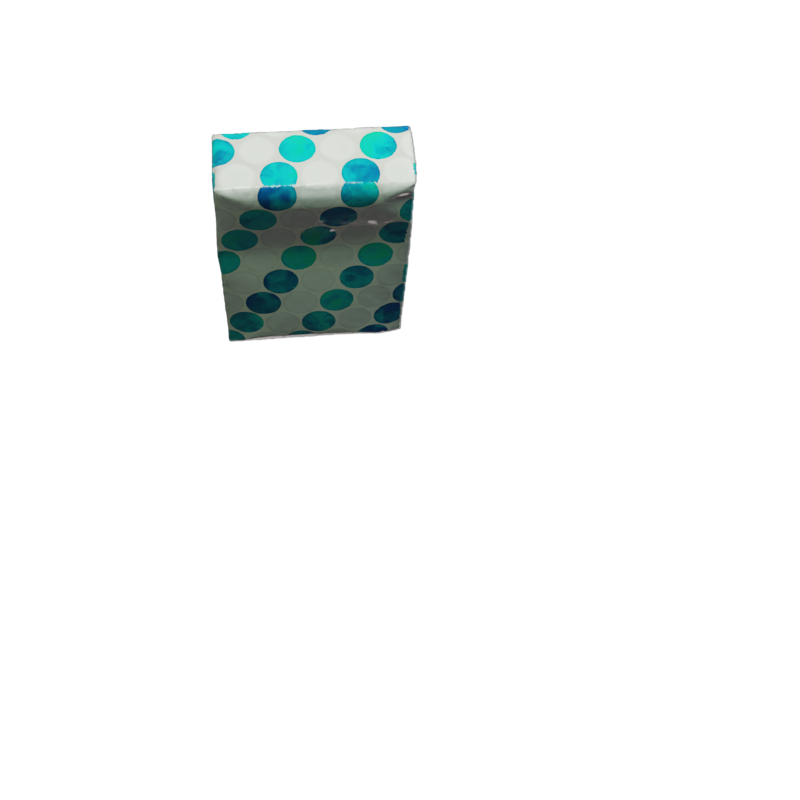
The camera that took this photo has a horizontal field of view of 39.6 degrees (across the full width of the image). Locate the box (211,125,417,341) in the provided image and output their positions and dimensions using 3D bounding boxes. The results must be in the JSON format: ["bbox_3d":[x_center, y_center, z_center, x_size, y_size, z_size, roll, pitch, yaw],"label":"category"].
[{"bbox_3d":[-0.075,-0.137,0.960,0.163,0.077,0.200,-3,-33,-4],"label":"box"}]
